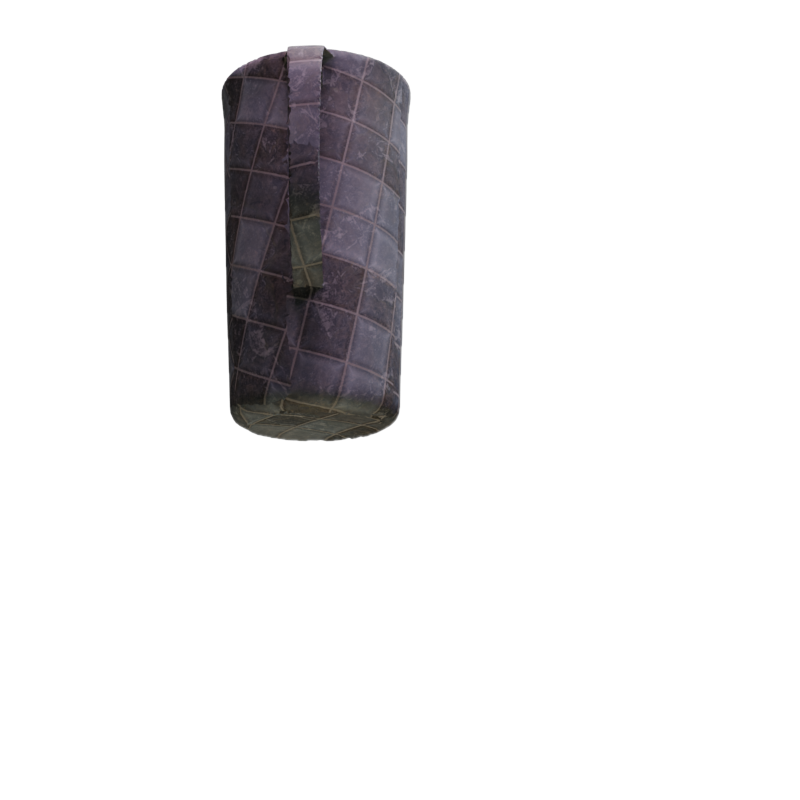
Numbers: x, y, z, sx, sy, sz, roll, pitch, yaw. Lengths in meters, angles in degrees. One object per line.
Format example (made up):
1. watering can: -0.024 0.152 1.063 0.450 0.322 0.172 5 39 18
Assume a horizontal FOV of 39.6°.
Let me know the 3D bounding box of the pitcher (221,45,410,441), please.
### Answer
1. pitcher: -0.057 -0.105 0.732 0.141 0.255 0.147 17 -26 -42
